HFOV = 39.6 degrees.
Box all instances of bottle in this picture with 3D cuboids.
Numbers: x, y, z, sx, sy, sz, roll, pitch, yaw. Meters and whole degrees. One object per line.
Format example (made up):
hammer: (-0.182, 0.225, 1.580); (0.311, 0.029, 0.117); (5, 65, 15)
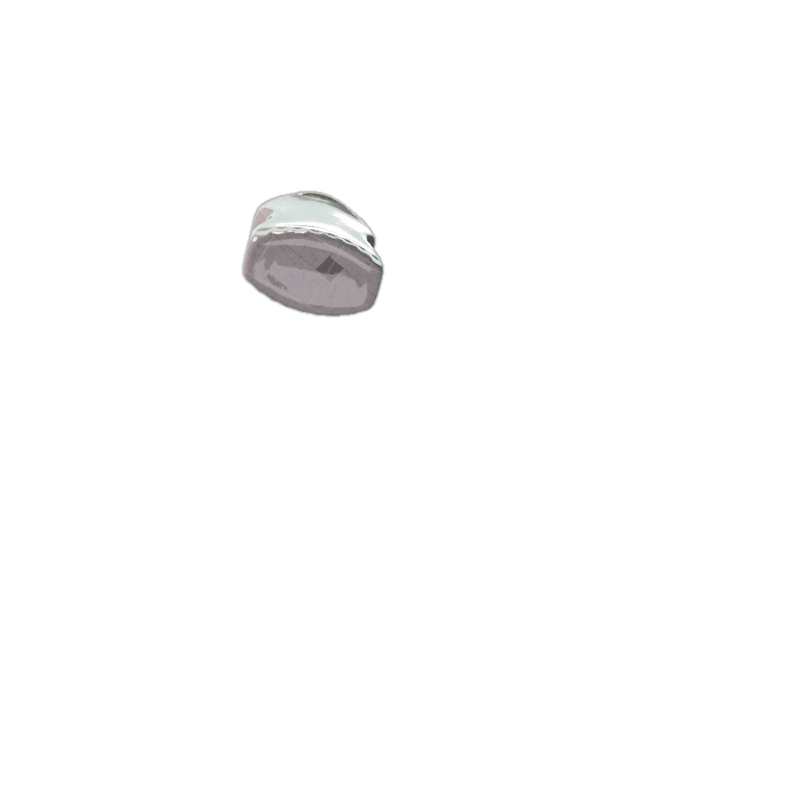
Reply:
bottle: (-0.067, -0.121, 0.849); (0.095, 0.056, 0.200); (11, 20, -7)
